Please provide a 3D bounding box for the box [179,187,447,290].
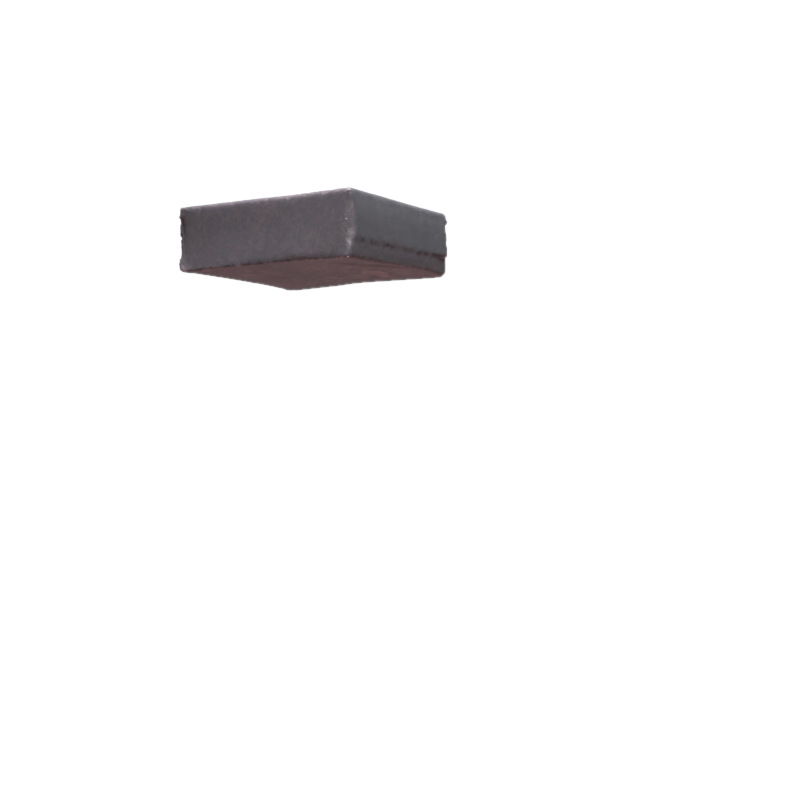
[{"bbox_3d":[-0.045,-0.083,0.581,0.117,0.040,0.086,-2,-4,35],"label":"box"}]
